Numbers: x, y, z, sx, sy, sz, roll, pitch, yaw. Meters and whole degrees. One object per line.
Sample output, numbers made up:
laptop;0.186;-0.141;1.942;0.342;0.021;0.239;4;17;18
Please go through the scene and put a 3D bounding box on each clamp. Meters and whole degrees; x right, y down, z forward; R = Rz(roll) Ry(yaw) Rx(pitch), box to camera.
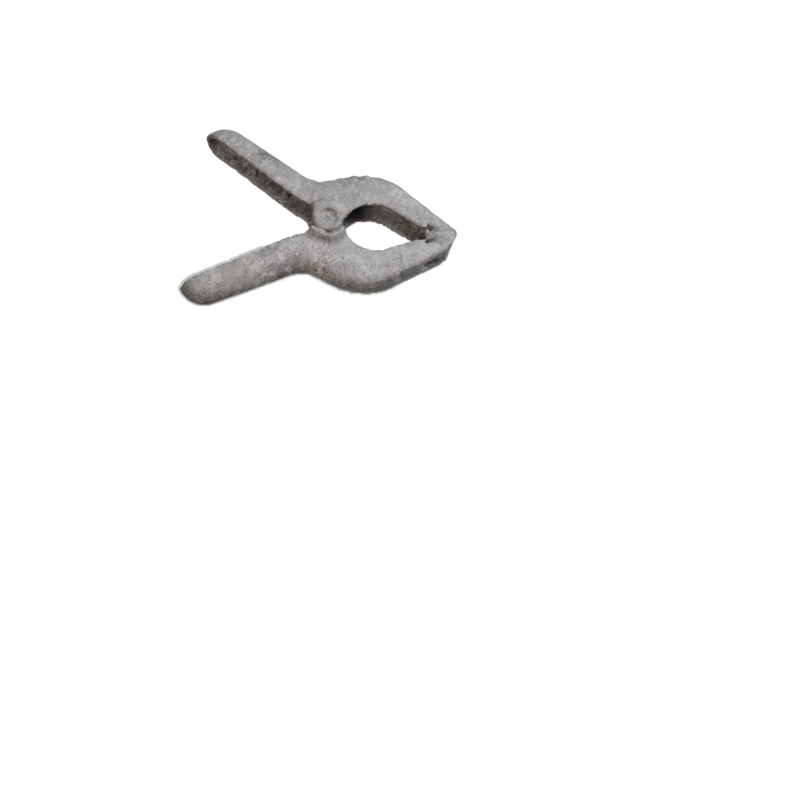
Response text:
clamp;-0.054;-0.099;0.696;0.173;0.124;0.037;14;-18;5
